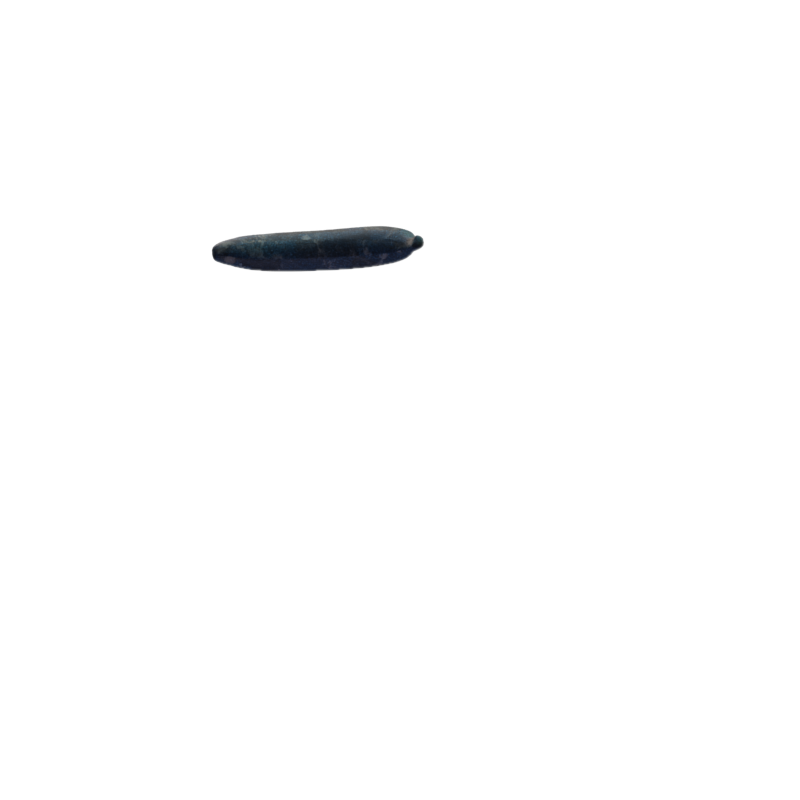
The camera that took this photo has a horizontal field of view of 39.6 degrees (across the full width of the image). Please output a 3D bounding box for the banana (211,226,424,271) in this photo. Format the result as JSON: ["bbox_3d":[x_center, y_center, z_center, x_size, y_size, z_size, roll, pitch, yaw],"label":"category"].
[{"bbox_3d":[-0.069,-0.139,1.007,0.201,0.038,0.066,-2,-10,17],"label":"banana"}]
